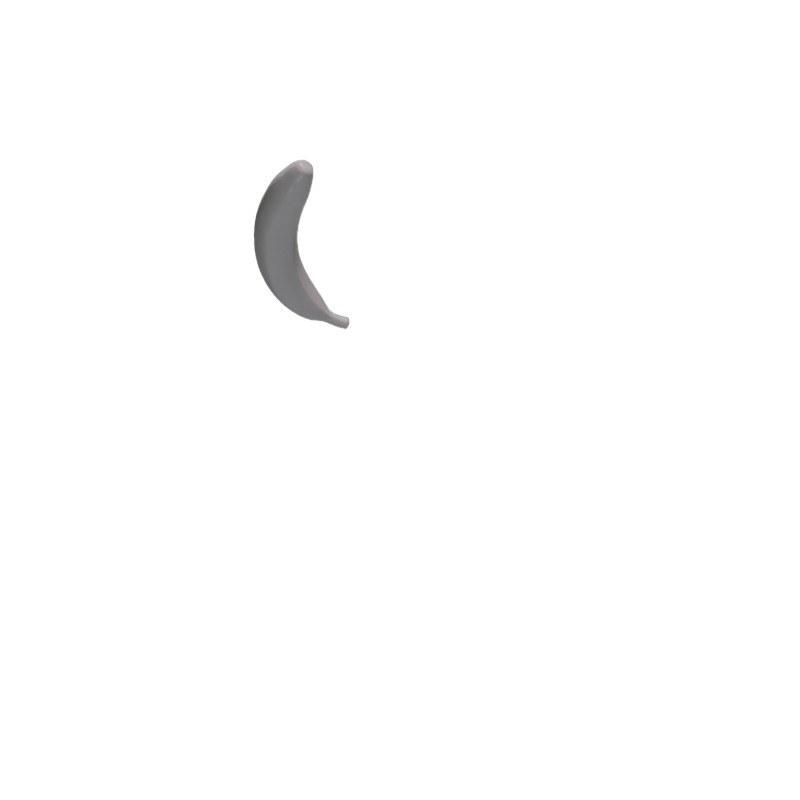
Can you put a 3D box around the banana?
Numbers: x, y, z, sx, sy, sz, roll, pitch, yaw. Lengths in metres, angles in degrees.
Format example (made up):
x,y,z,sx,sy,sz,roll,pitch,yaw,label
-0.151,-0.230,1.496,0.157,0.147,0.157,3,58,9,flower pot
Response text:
x,y,z,sx,sy,sz,roll,pitch,yaw,label
-0.092,-0.132,0.957,0.070,0.039,0.183,-6,-40,6,banana
